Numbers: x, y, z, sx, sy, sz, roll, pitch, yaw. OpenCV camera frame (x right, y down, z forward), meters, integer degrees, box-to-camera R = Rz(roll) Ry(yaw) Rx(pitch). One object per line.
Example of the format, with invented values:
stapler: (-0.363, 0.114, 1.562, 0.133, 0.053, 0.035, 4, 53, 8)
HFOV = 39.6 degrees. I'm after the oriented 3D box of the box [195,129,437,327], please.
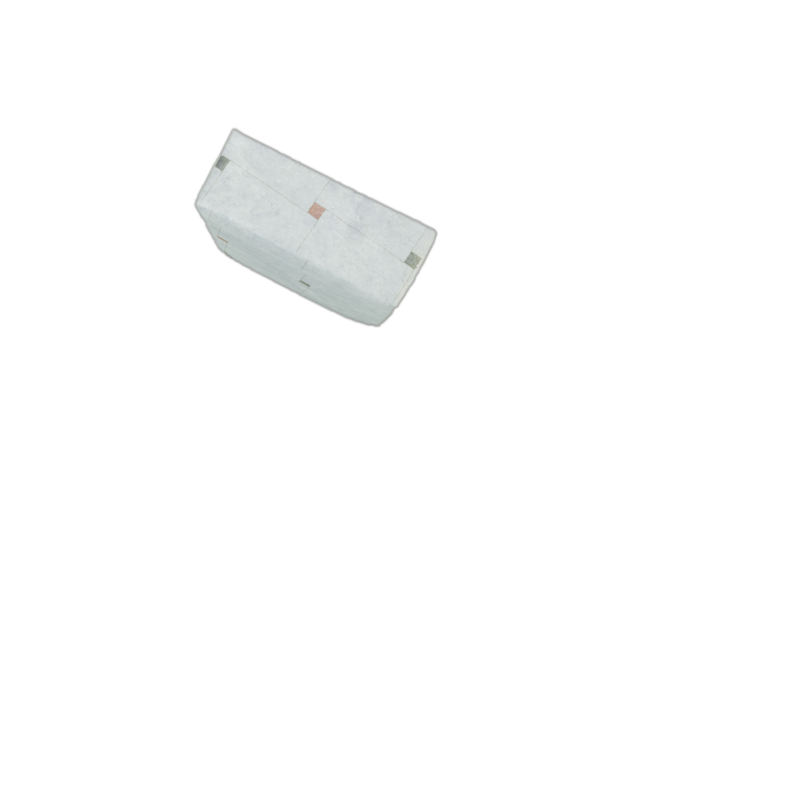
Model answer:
box: (-0.069, -0.125, 0.878, 0.165, 0.072, 0.212, 27, -2, -1)
